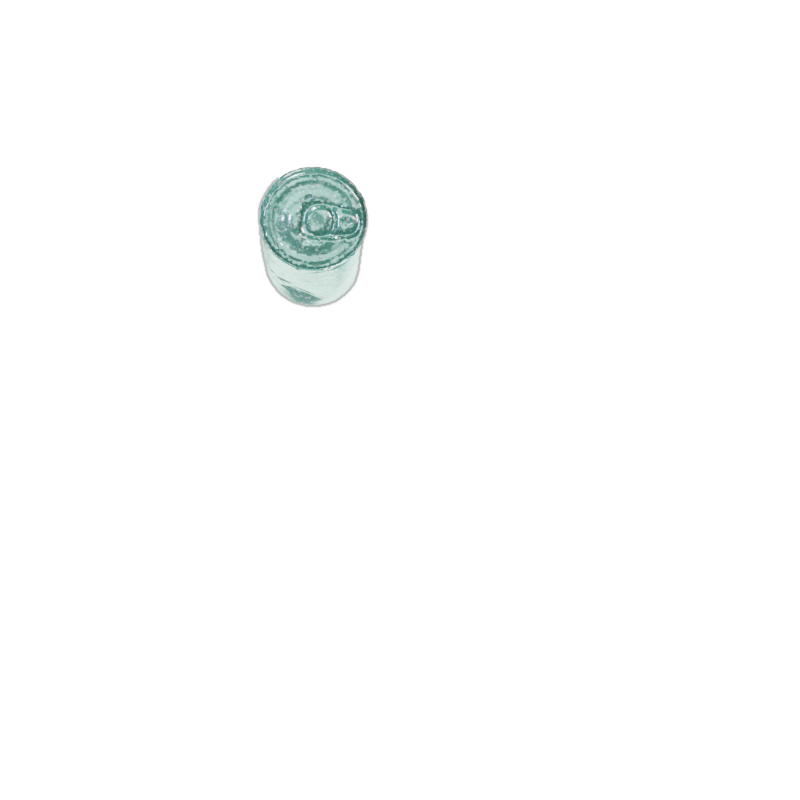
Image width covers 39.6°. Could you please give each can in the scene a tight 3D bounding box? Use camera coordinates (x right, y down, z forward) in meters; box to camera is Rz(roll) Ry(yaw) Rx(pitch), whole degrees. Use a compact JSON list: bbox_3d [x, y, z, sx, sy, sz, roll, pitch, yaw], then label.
[{"bbox_3d":[-0.058,-0.105,0.737,0.068,0.071,0.099,0,-12,-3],"label":"can"}]
